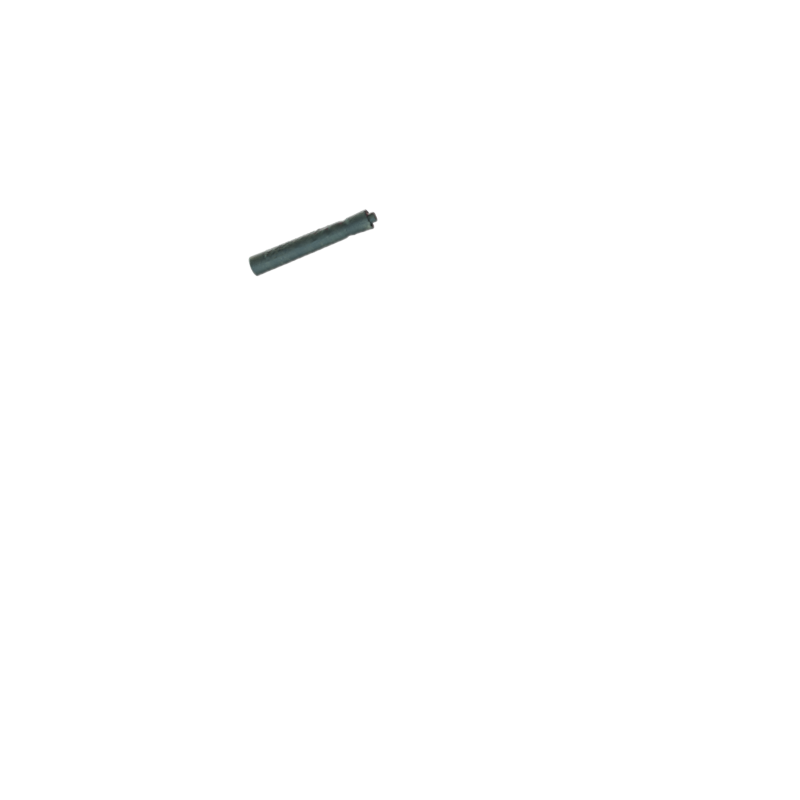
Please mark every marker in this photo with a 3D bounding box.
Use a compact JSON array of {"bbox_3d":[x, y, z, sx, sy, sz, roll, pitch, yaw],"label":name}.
[{"bbox_3d":[-0.077,-0.140,0.981,0.121,0.020,0.019,-20,-1,14],"label":"marker"}]
